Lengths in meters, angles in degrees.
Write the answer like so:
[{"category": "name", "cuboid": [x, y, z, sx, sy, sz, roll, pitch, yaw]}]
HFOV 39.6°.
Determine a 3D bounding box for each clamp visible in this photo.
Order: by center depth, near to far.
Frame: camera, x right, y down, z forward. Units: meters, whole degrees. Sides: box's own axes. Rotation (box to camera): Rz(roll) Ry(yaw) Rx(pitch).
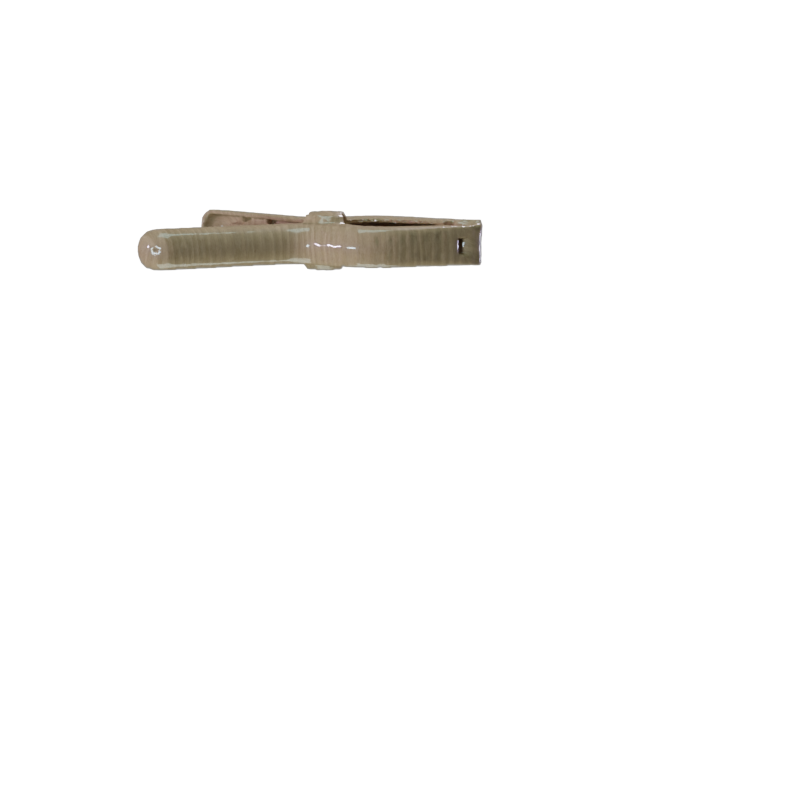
[{"category": "clamp", "cuboid": [-0.056, -0.101, 0.710, 0.214, 0.035, 0.166, 4, 15, 13]}]
